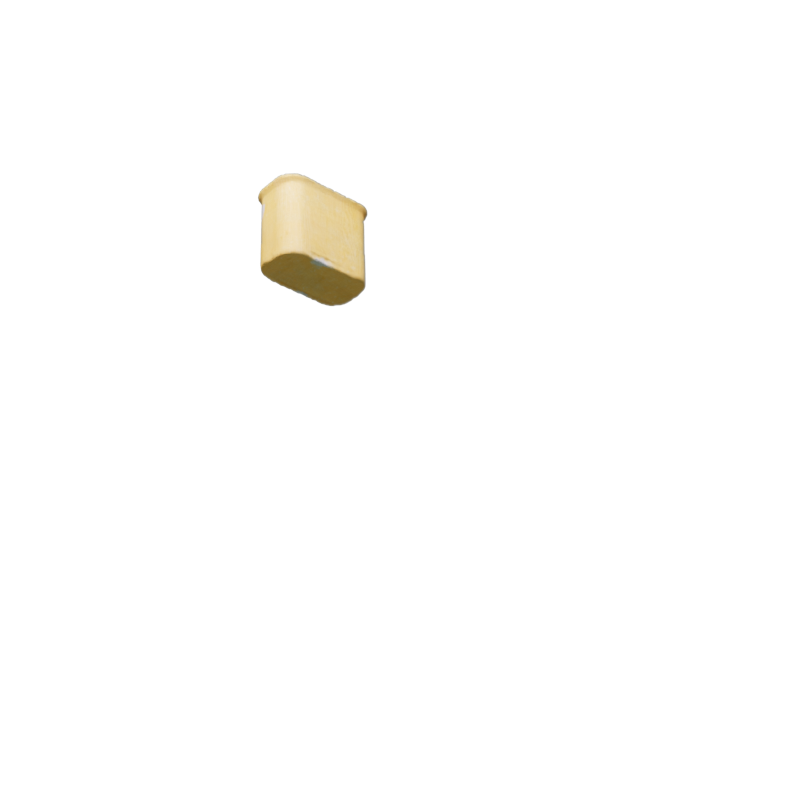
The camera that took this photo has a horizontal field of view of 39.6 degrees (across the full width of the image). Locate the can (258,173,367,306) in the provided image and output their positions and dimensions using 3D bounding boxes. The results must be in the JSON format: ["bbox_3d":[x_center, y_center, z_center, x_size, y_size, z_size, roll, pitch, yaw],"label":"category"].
[{"bbox_3d":[-0.077,-0.141,0.989,0.096,0.089,0.057,23,-39,-34],"label":"can"}]
